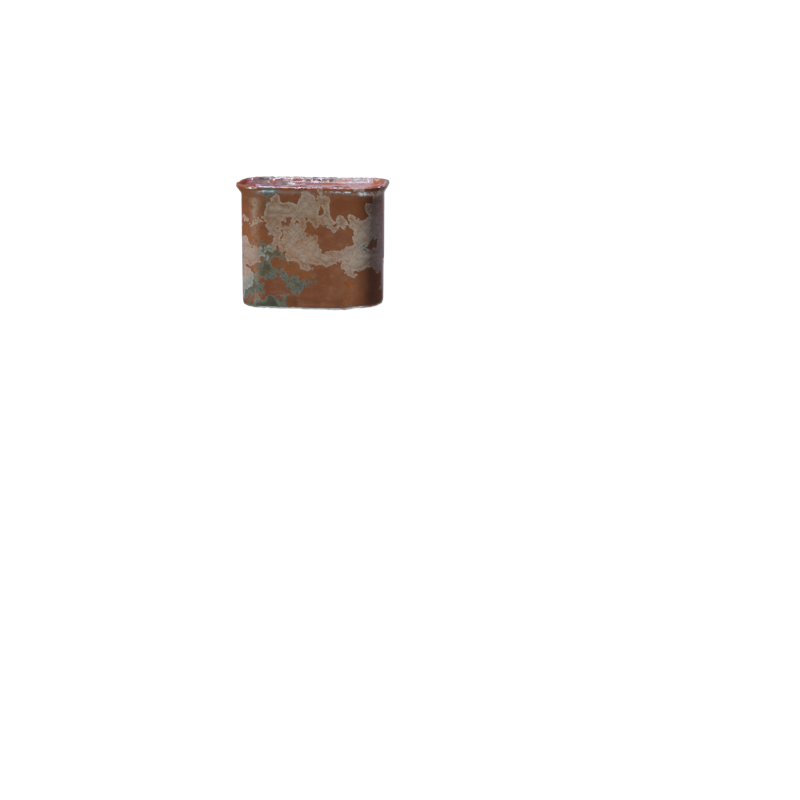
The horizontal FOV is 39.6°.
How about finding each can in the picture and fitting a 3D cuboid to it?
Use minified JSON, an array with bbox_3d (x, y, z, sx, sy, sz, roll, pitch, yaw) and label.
[{"bbox_3d":[-0.060,-0.108,0.759,0.103,0.082,0.059,2,13,7],"label":"can"}]
